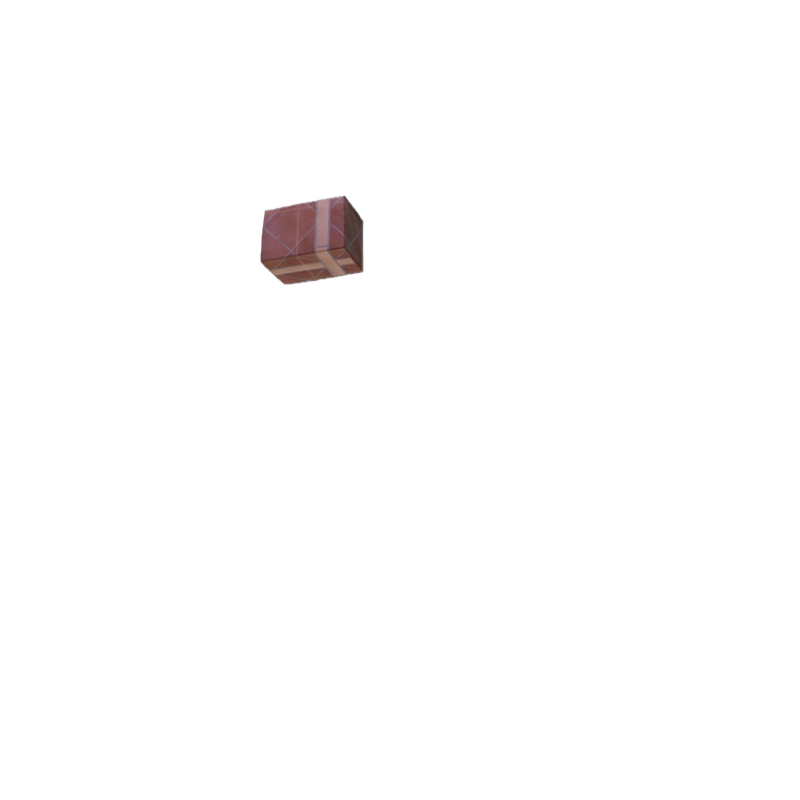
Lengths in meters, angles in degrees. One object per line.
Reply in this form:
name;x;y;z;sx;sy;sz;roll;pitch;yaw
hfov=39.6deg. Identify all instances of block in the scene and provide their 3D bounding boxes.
block;-0.075;-0.138;0.964;0.079;0.054;0.049;-8;-24;17
